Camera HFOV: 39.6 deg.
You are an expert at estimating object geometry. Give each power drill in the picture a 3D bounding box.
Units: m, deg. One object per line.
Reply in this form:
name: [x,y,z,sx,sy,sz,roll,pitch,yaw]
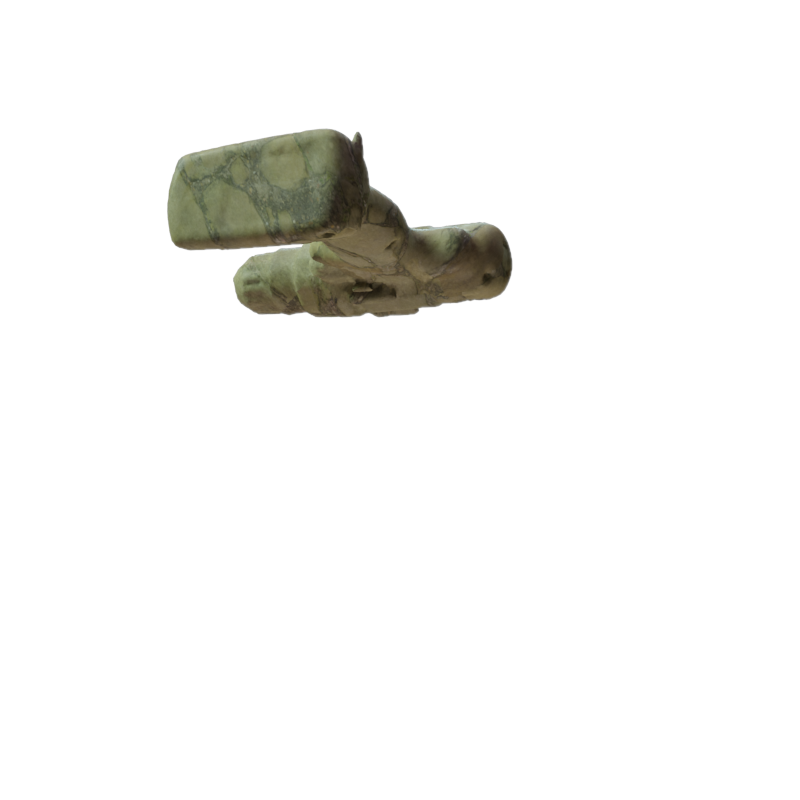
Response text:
power drill: [-0.049,-0.090,0.630,0.189,0.059,0.177,-5,-11,26]
